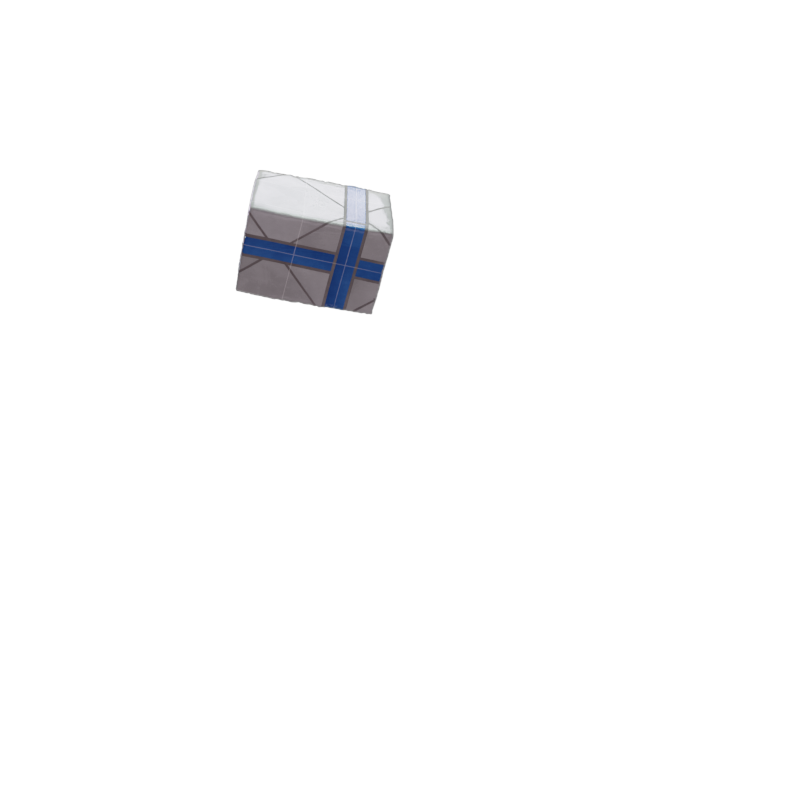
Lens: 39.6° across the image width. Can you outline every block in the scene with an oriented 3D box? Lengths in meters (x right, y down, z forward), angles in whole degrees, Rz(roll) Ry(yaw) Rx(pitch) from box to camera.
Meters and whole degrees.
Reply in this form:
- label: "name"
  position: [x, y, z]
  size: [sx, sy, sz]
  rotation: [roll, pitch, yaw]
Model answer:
- label: "block"
  position: [-0.047, -0.086, 0.605]
  size: [0.077, 0.050, 0.054]
  rotation: [10, 31, -7]
